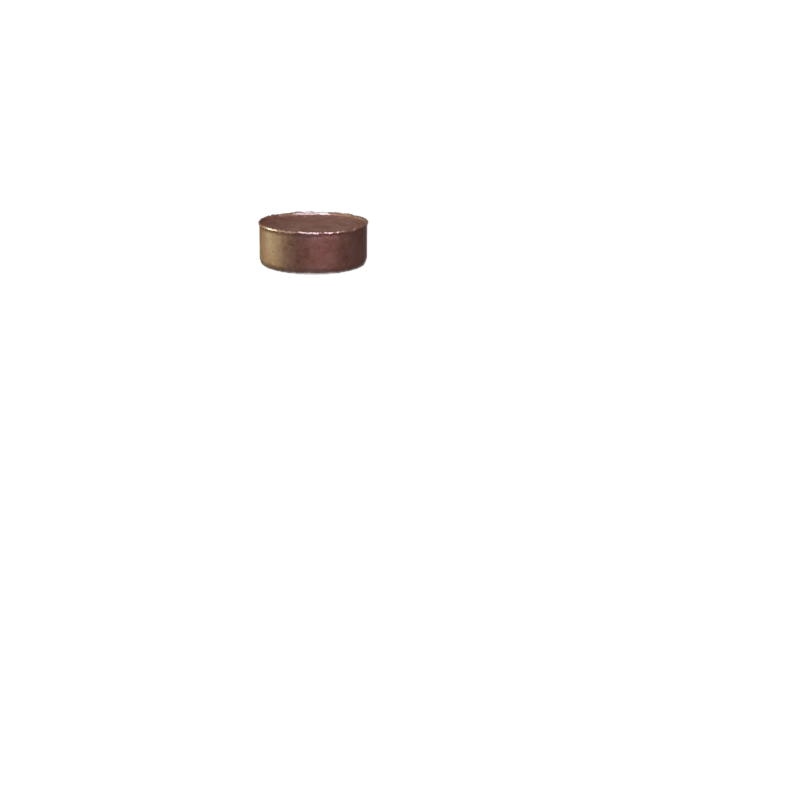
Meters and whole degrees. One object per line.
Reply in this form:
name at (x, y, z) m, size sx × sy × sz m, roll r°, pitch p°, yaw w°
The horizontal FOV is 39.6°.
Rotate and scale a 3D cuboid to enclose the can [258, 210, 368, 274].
can at (-0.068, -0.124, 0.868) m, size 0.086 × 0.032 × 0.089 m, roll -1°, pitch 19°, yaw -2°
